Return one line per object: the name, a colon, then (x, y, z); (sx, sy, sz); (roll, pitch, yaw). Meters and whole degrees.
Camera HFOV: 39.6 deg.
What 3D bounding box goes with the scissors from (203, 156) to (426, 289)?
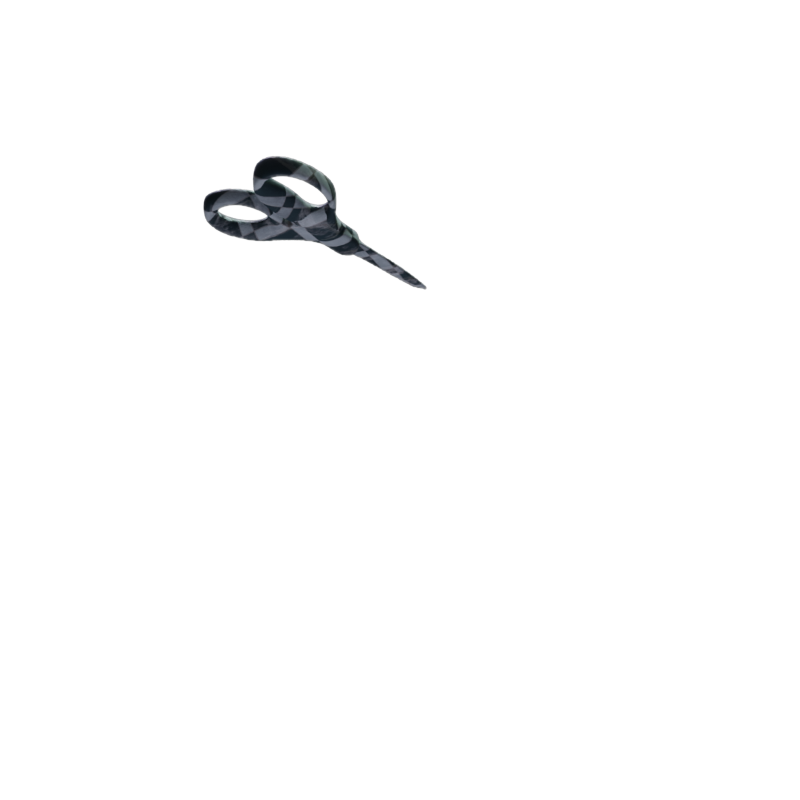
scissors: (-0.059, -0.108, 0.753); (0.098, 0.017, 0.188); (-8, -23, 20)
